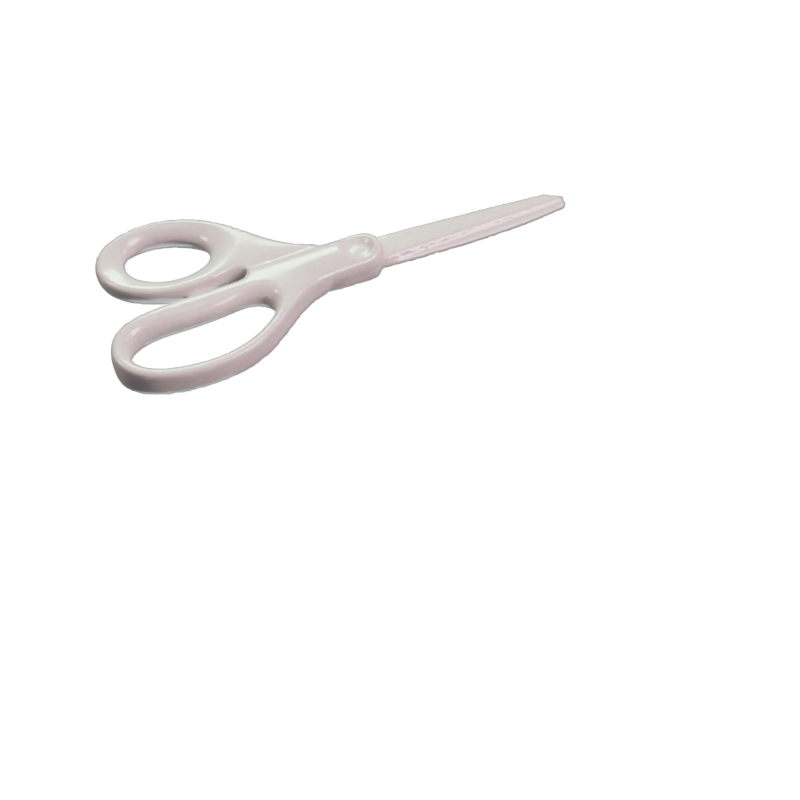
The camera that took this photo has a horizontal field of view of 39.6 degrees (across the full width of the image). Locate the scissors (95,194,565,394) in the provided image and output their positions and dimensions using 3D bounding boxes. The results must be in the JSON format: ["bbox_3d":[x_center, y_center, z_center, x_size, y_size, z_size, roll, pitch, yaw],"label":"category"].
[{"bbox_3d":[-0.036,-0.065,0.454,0.202,0.015,0.103,-31,52,-28],"label":"scissors"}]
